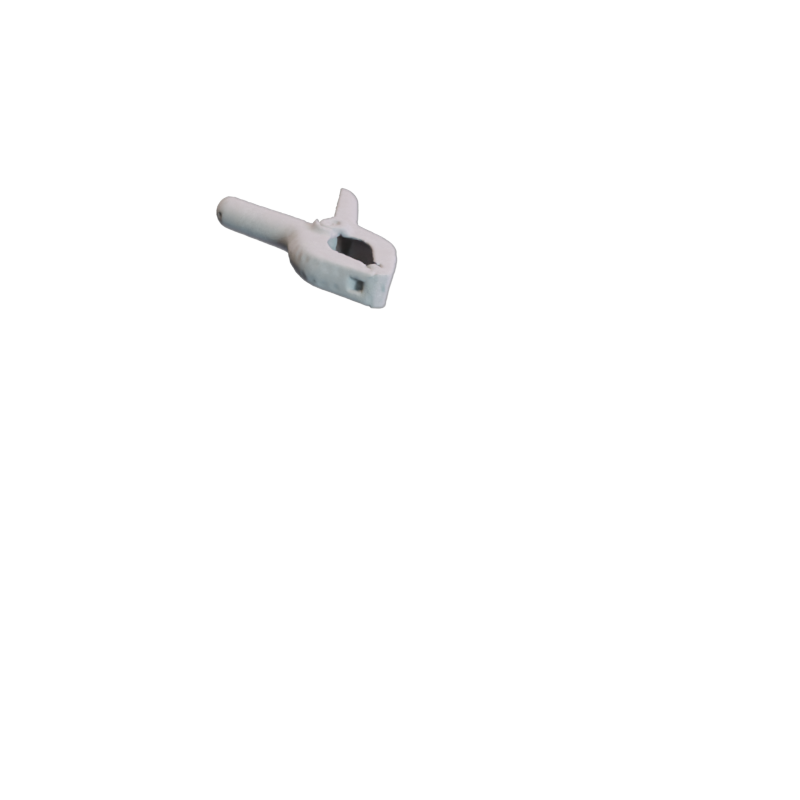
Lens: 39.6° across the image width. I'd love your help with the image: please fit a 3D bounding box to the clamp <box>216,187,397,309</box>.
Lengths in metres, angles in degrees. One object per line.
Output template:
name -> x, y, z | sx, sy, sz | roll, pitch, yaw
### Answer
clamp -> -0.065, -0.118, 0.827 | 0.118, 0.037, 0.184 | -10, 31, -17
